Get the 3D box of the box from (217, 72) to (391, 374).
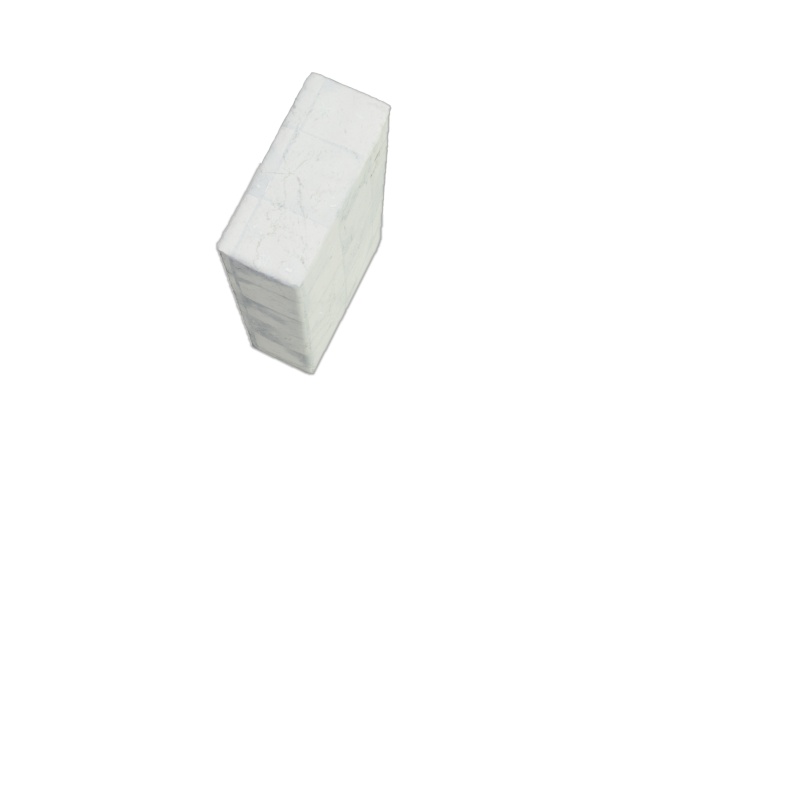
[{"bbox_3d":[-0.042,-0.077,0.543,0.048,0.095,0.171,25,-11,0],"label":"box"}]
